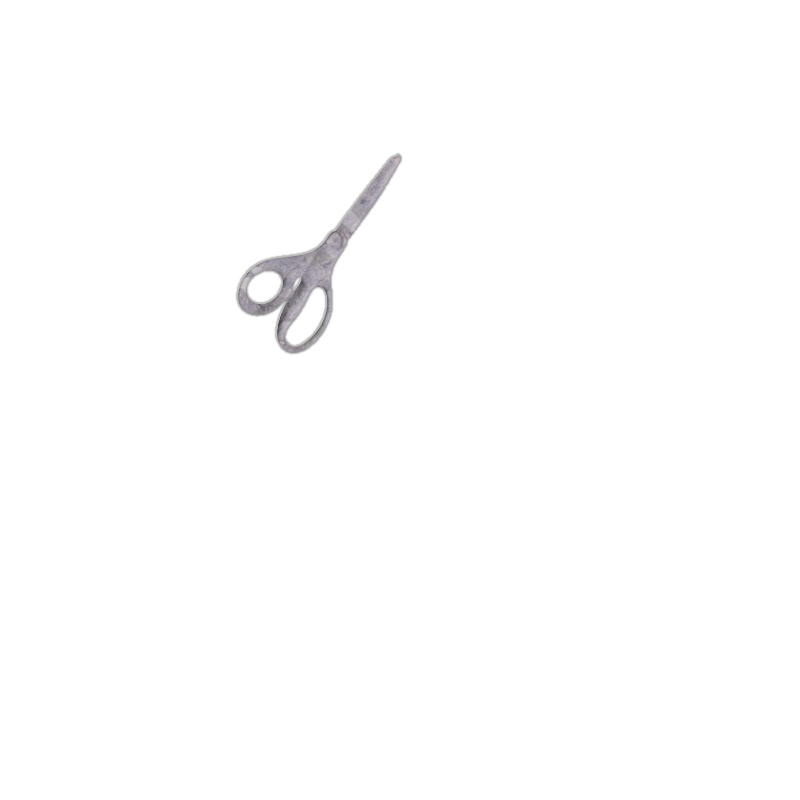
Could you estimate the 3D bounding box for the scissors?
[{"bbox_3d":[-0.078,-0.143,1.000,0.096,0.202,0.016,21,-1,0],"label":"scissors"}]
